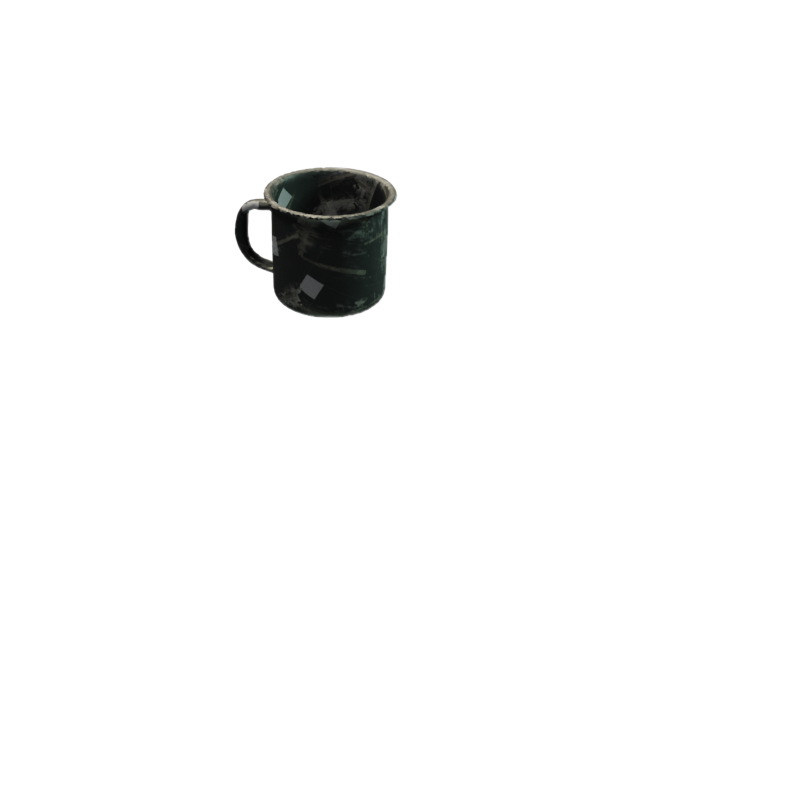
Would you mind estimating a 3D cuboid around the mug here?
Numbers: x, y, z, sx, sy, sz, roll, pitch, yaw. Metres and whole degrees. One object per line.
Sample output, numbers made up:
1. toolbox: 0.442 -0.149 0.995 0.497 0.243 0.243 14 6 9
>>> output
1. mug: -0.062 -0.113 0.791 0.119 0.077 0.097 7 30 10
